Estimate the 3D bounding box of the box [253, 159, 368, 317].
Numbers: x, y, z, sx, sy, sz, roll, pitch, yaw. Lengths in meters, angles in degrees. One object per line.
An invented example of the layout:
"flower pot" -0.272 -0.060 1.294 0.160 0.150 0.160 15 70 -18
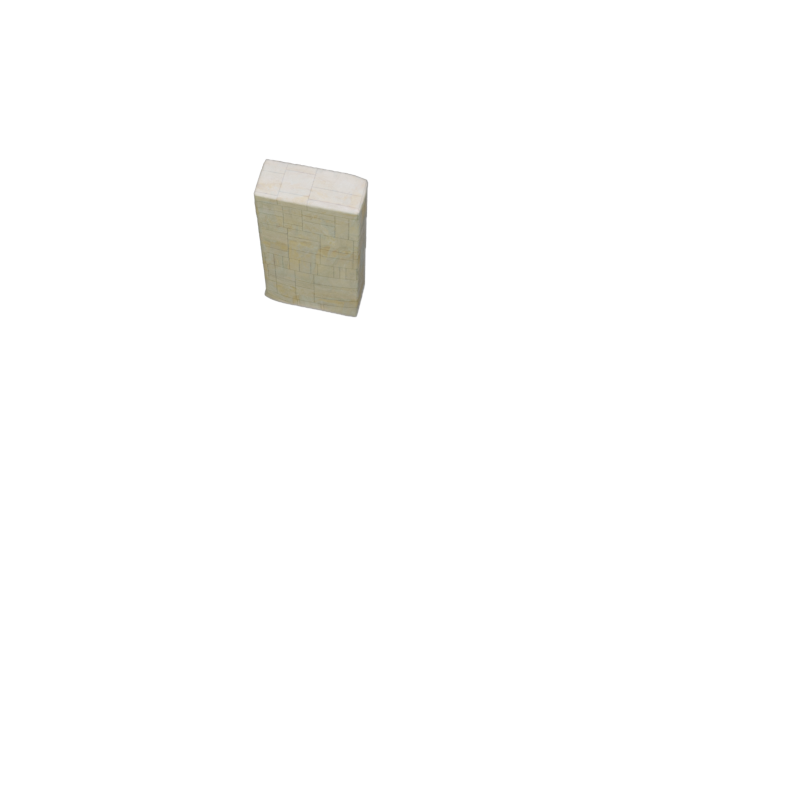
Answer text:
"box" -0.078 -0.142 0.996 0.094 0.051 0.165 13 -29 4
